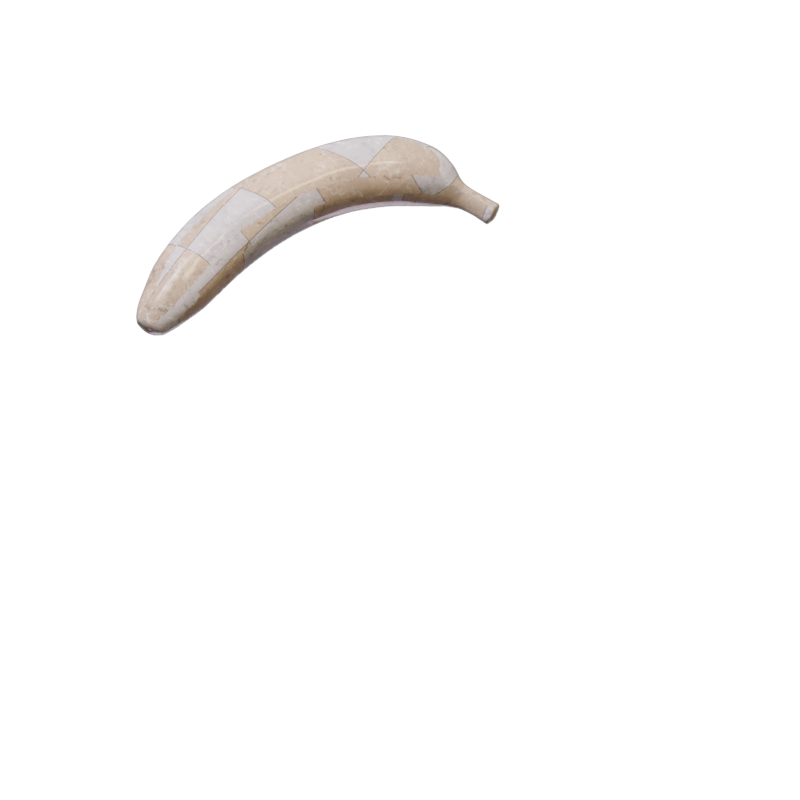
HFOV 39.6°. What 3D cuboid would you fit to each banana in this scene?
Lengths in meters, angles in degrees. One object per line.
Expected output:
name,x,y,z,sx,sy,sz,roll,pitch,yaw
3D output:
banana,-0.048,-0.094,0.562,0.196,0.075,0.034,-22,-35,-17
